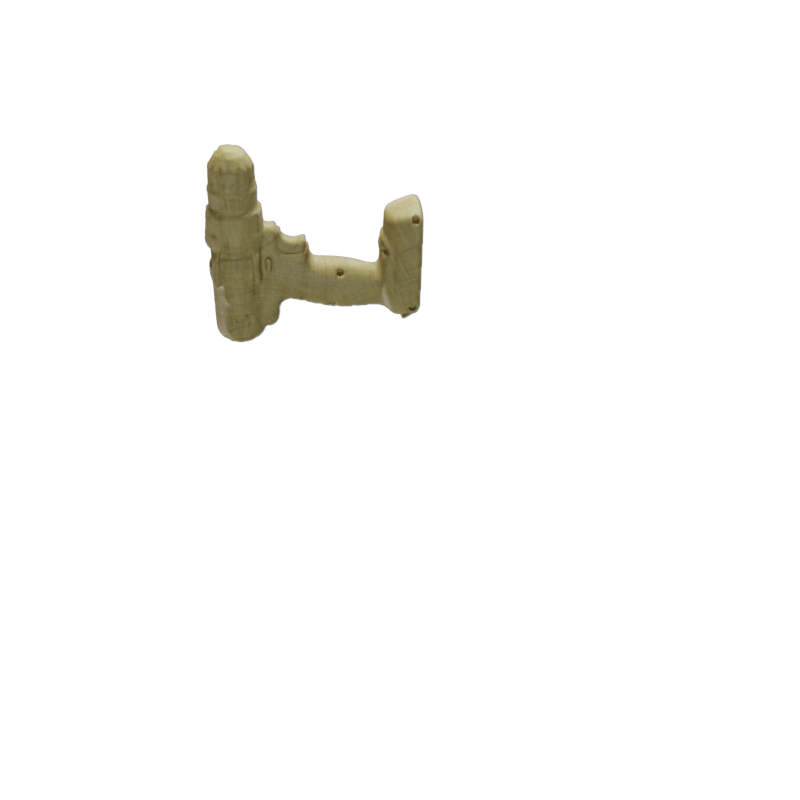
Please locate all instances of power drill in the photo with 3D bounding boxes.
[{"bbox_3d":[-0.075,-0.138,0.964,0.188,0.173,0.061,-1,31,0],"label":"power drill"}]
